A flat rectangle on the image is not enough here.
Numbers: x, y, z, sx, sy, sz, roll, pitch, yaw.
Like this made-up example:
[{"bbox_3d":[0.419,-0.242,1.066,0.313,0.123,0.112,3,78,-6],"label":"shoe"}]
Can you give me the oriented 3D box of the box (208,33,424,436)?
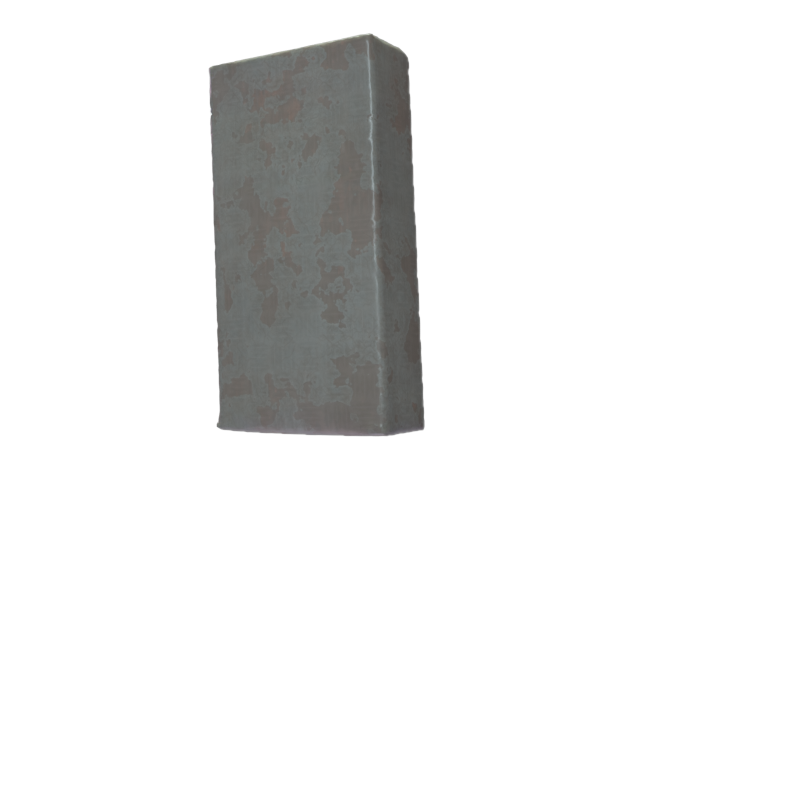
[{"bbox_3d":[-0.040,-0.074,0.516,0.096,0.179,0.046,-4,-8,30],"label":"box"}]
